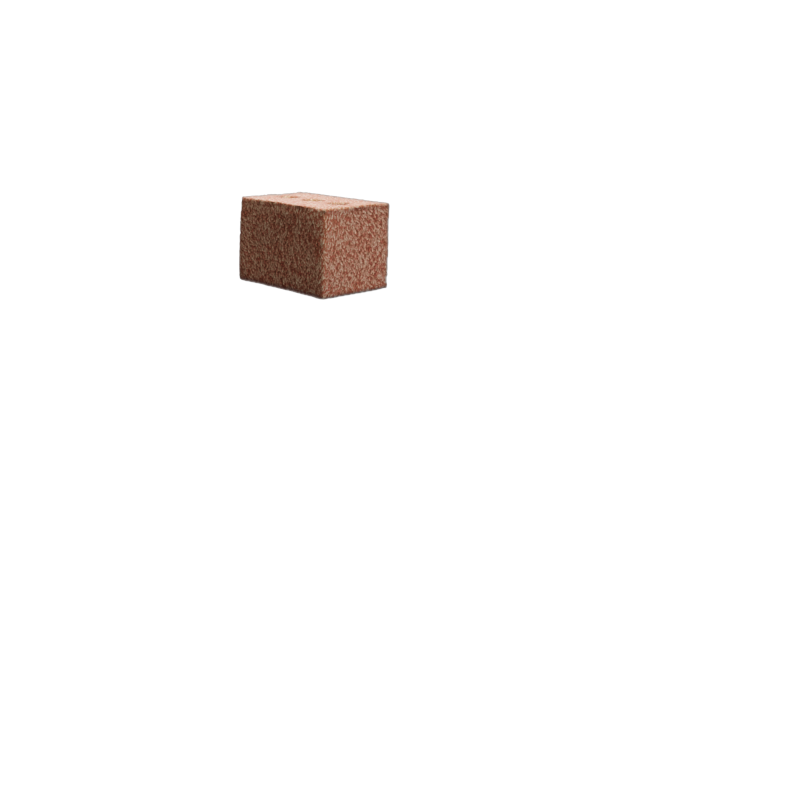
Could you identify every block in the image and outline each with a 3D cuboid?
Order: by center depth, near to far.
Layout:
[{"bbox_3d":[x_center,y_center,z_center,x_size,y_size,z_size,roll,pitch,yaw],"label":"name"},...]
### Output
[{"bbox_3d":[-0.051,-0.093,0.651,0.051,0.050,0.082,-12,19,-42],"label":"block"}]
